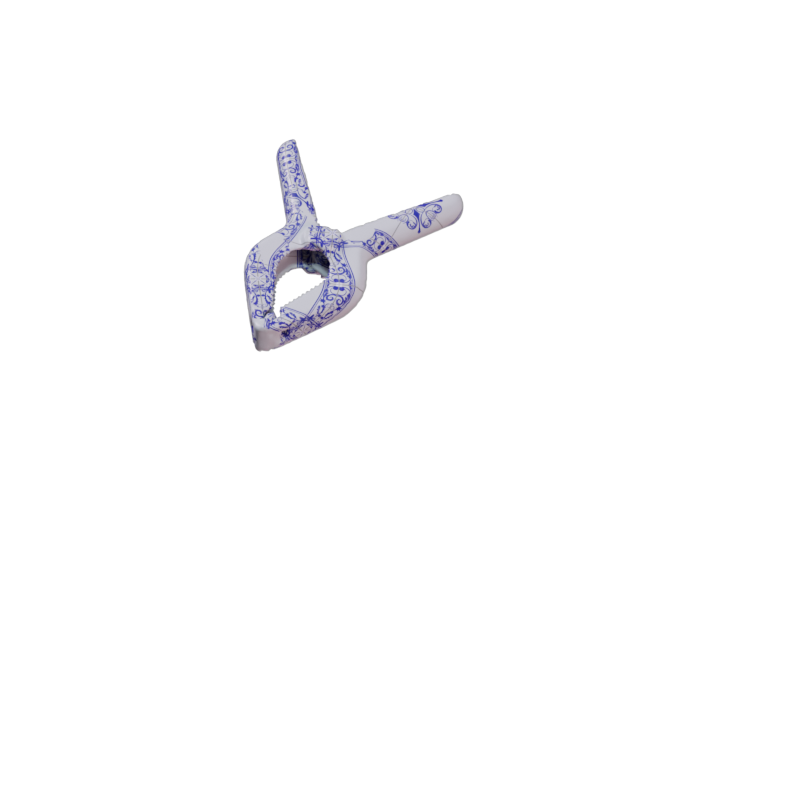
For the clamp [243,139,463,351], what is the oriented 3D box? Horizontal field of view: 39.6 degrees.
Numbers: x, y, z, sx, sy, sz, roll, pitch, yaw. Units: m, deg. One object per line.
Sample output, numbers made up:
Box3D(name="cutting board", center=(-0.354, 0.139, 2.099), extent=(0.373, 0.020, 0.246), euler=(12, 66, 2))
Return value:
Box3D(name="clamp", center=(-0.068, -0.124, 0.867), extent=(0.172, 0.034, 0.216), euler=(24, 53, 19))
